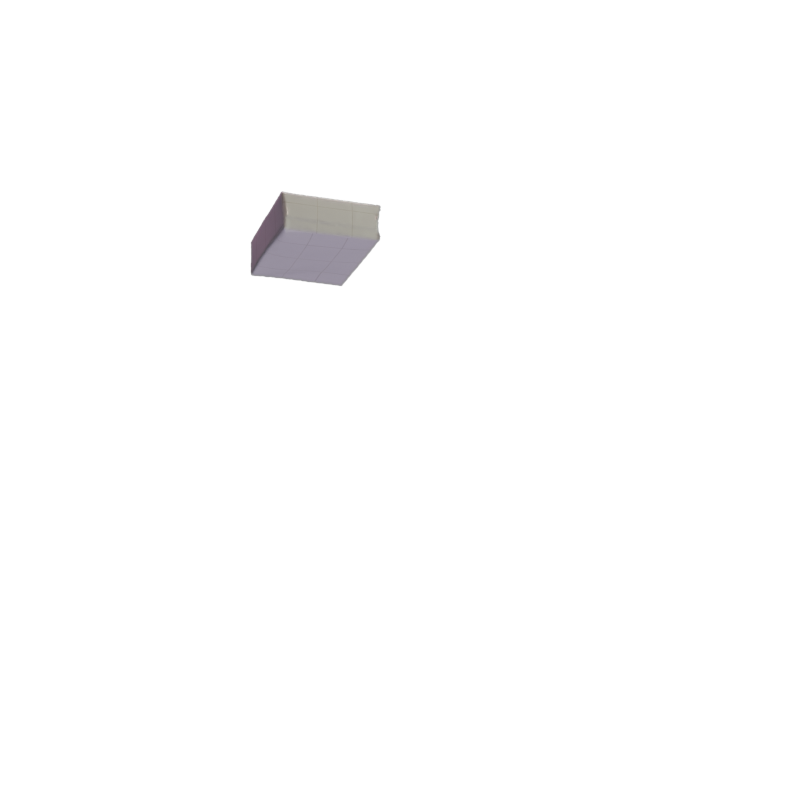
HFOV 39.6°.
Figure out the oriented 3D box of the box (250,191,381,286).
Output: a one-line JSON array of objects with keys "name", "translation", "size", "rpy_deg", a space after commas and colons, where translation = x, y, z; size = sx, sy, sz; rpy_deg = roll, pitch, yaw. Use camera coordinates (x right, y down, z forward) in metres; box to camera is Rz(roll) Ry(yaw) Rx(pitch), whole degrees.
[{"name": "box", "translation": [-0.077, -0.140, 0.981], "size": [0.087, 0.041, 0.111], "rpy_deg": [5, -17, -19]}]
